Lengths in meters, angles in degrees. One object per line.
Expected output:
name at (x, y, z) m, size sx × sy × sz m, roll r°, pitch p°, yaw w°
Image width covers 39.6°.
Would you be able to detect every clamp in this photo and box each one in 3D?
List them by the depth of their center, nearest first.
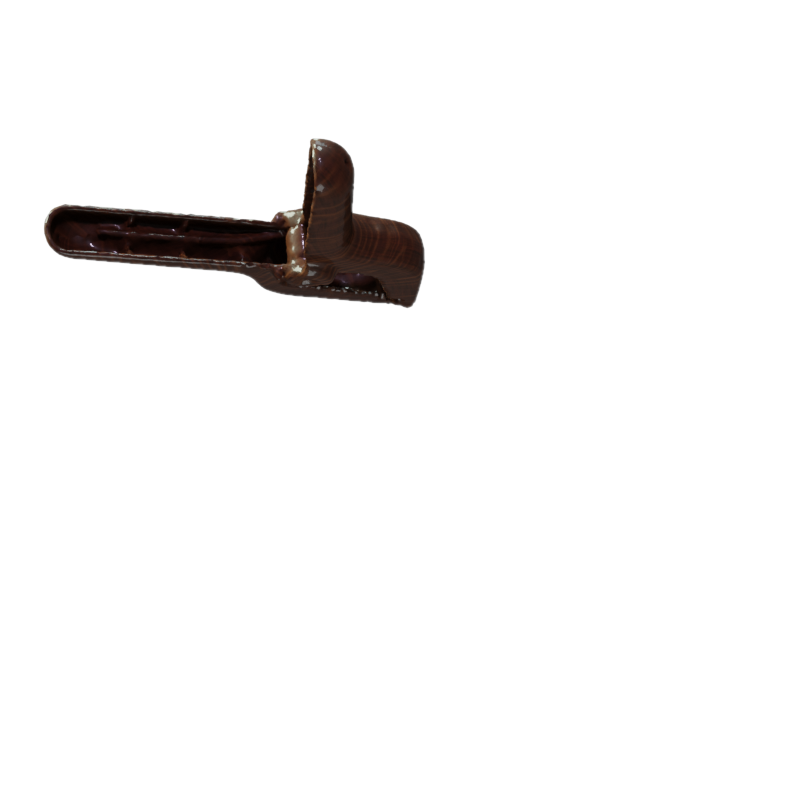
clamp at (-0.043, -0.078, 0.545) m, size 0.169 × 0.037 × 0.199 m, roll -6°, pitch -10°, yaw 39°
